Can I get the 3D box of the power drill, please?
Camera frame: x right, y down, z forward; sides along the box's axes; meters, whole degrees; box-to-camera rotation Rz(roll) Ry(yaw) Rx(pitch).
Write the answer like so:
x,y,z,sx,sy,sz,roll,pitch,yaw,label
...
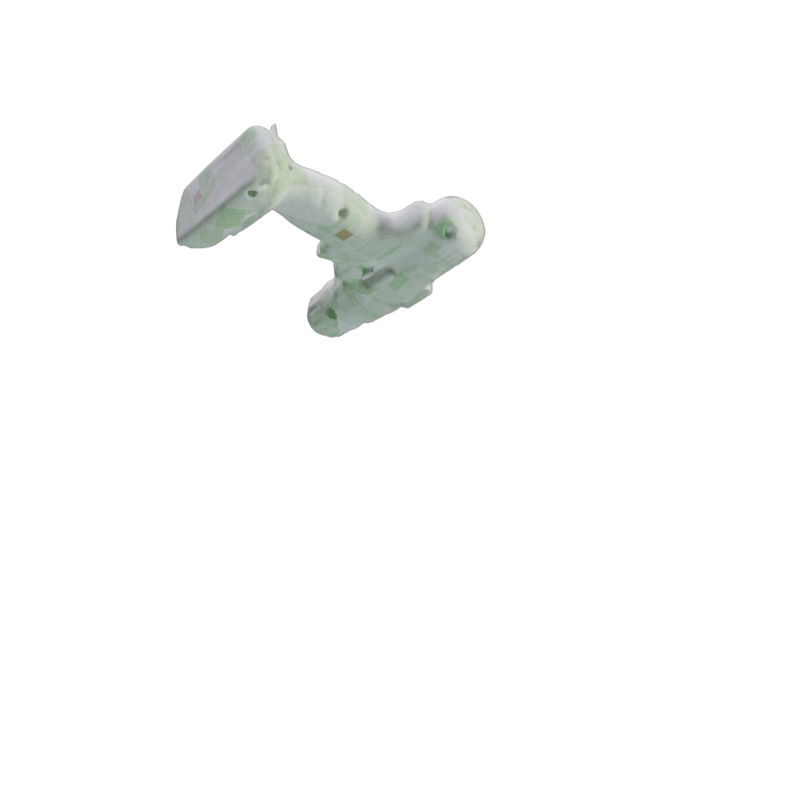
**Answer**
x,y,z,sx,sy,sz,roll,pitch,yaw,label
-0.062,-0.114,0.795,0.178,0.061,0.183,20,-35,-32,power drill
